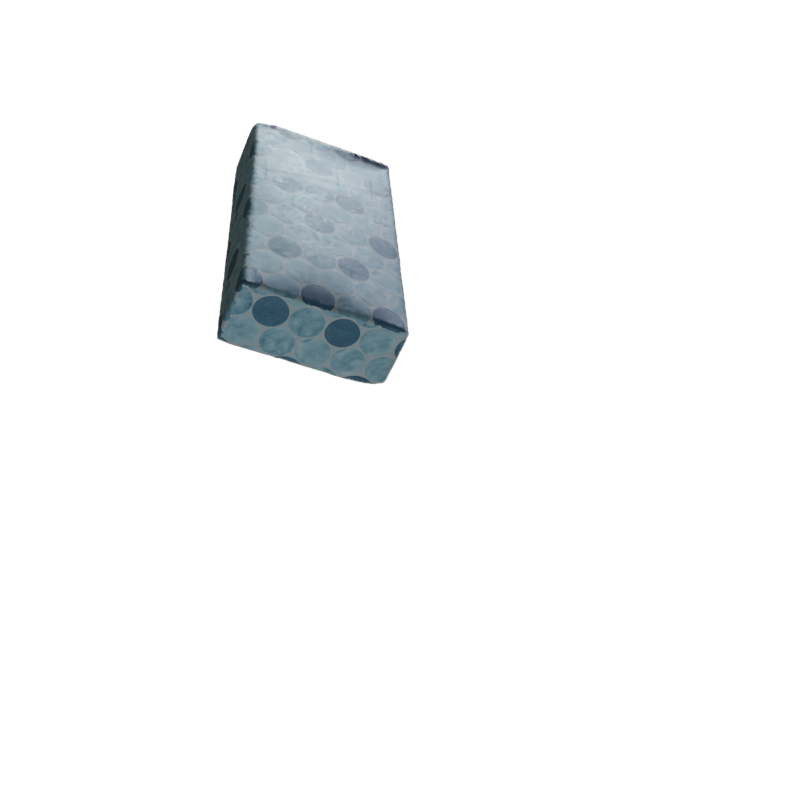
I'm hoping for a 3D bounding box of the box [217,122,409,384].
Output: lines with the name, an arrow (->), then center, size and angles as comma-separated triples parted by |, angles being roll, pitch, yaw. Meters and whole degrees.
box -> -0.049, -0.090, 0.629 | 0.091, 0.046, 0.189 | 15, 38, -16
